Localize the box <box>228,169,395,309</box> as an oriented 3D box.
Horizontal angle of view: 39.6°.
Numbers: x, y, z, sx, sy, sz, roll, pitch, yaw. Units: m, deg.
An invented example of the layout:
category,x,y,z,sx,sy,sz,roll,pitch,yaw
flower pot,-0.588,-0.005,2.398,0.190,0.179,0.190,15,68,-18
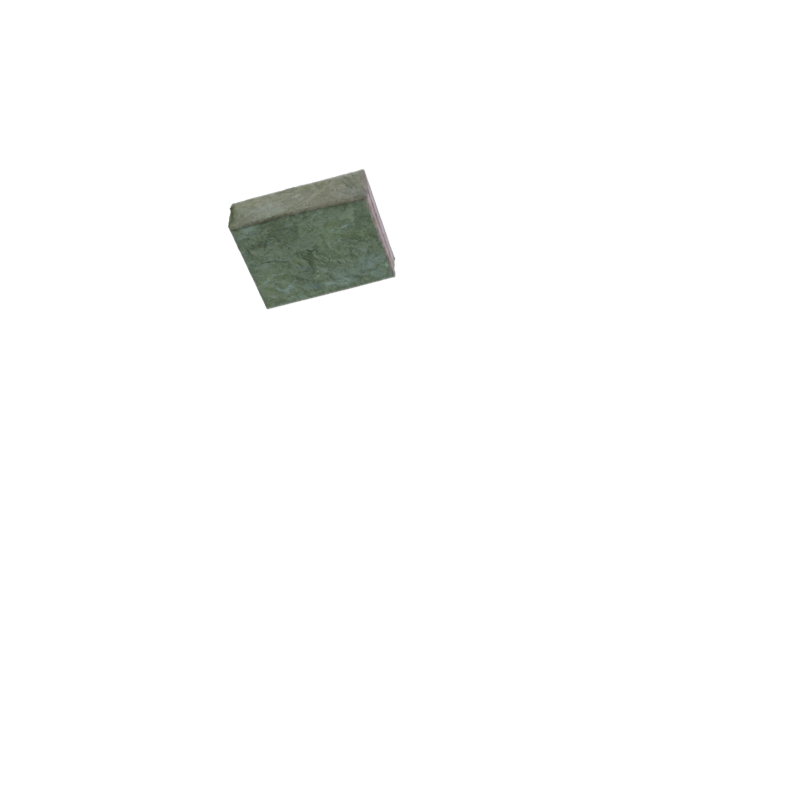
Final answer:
category,x,y,z,sx,sy,sz,roll,pitch,yaw
box,-0.069,-0.126,0.879,0.114,0.042,0.083,-11,-46,11
